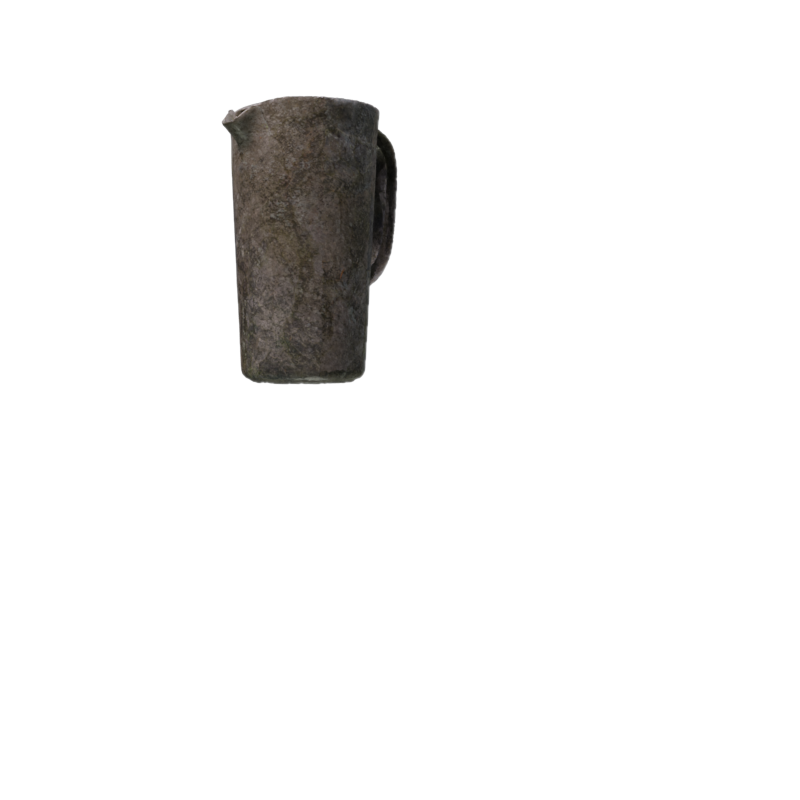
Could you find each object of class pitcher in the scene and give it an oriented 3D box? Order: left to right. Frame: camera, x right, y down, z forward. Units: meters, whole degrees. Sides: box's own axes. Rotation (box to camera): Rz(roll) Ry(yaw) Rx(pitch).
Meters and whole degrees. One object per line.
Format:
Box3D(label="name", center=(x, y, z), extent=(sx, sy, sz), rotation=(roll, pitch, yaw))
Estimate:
Box3D(label="pitcher", center=(-0.076, -0.139, 0.973), extent=(0.150, 0.245, 0.144), rotation=(0, -2, 1))
